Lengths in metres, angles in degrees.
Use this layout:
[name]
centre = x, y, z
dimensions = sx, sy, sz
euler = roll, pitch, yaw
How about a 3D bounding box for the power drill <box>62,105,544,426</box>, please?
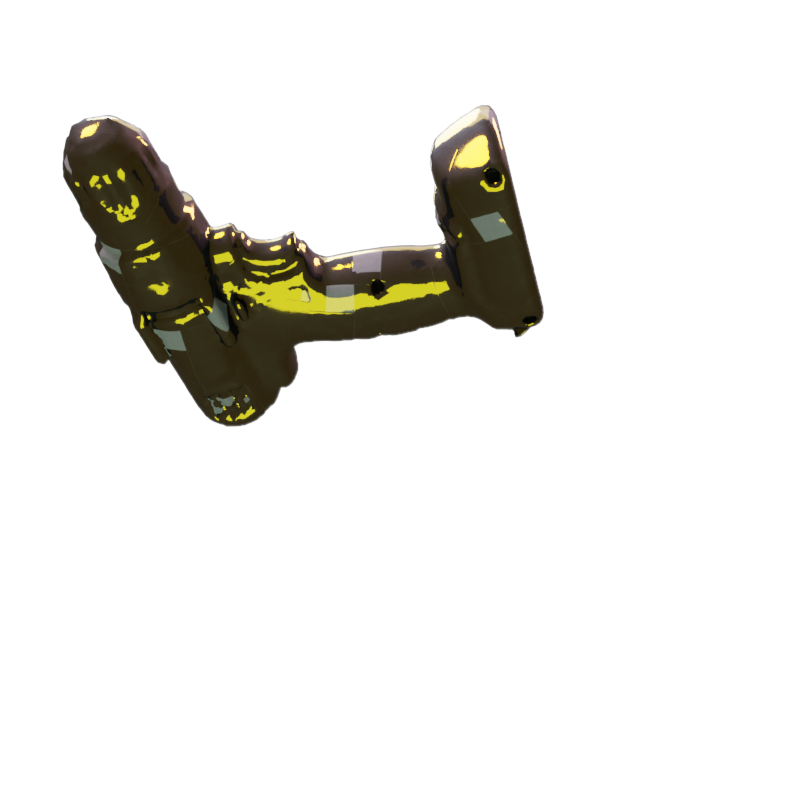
[power drill]
centre = -0.039, -0.072, 0.503
dimensions = 0.189, 0.062, 0.170
euler = -12, -44, 12
